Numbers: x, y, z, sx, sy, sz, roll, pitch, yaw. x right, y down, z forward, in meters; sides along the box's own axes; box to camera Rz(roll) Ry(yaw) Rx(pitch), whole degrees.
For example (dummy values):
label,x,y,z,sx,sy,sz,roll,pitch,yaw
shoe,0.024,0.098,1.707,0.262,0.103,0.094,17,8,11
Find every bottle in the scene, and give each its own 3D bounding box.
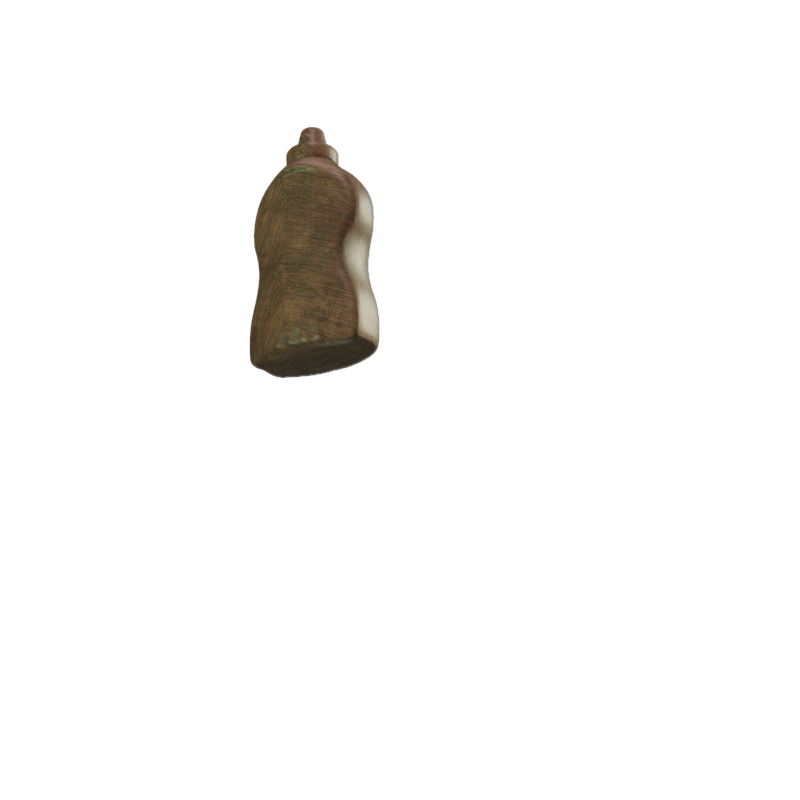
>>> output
label,x,y,z,sx,sy,sz,roll,pitch,yaw
bottle,-0.065,-0.118,0.827,0.097,0.203,0.054,-17,-29,30
